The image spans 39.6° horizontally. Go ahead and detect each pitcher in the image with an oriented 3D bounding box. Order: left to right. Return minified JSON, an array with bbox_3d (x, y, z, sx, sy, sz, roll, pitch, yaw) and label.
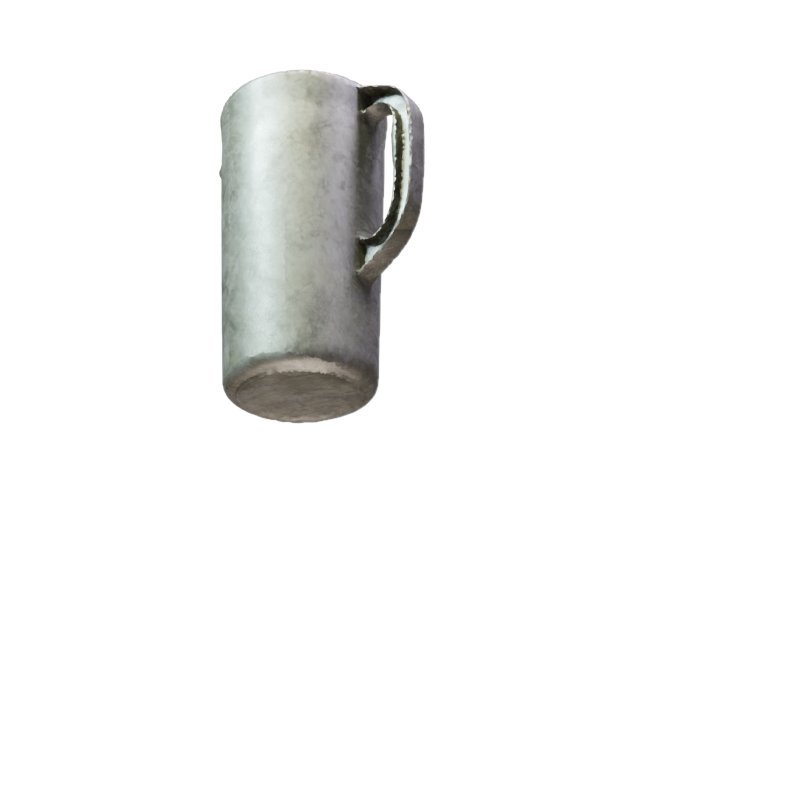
[{"bbox_3d":[-0.064,-0.116,0.814,0.143,0.259,0.142,4,-29,-10],"label":"pitcher"}]
